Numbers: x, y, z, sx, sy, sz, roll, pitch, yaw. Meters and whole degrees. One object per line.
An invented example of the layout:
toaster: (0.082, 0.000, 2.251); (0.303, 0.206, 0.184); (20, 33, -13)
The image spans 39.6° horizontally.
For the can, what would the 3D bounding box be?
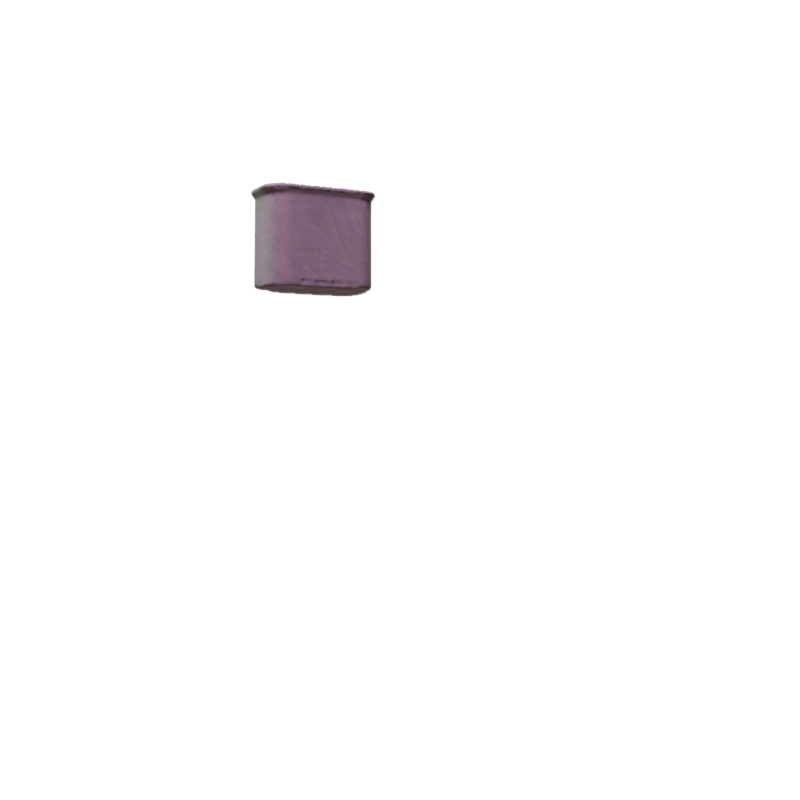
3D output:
can: (-0.072, -0.132, 0.926); (0.098, 0.085, 0.058); (2, -7, -26)
